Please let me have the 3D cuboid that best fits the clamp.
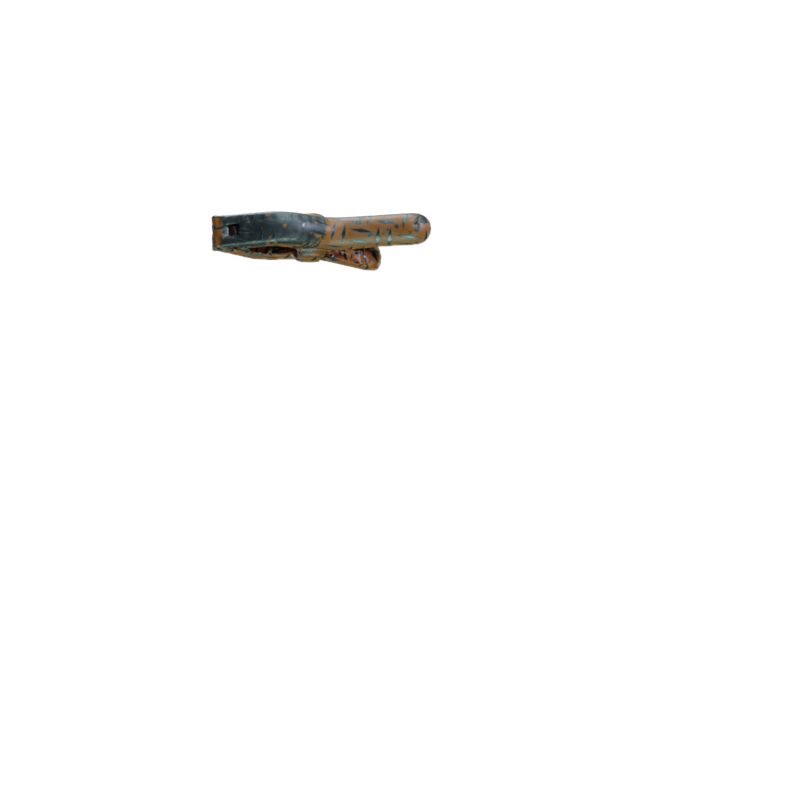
[{"bbox_3d":[-0.071,-0.130,0.911,0.169,0.041,0.117,2,-14,-11],"label":"clamp"}]
